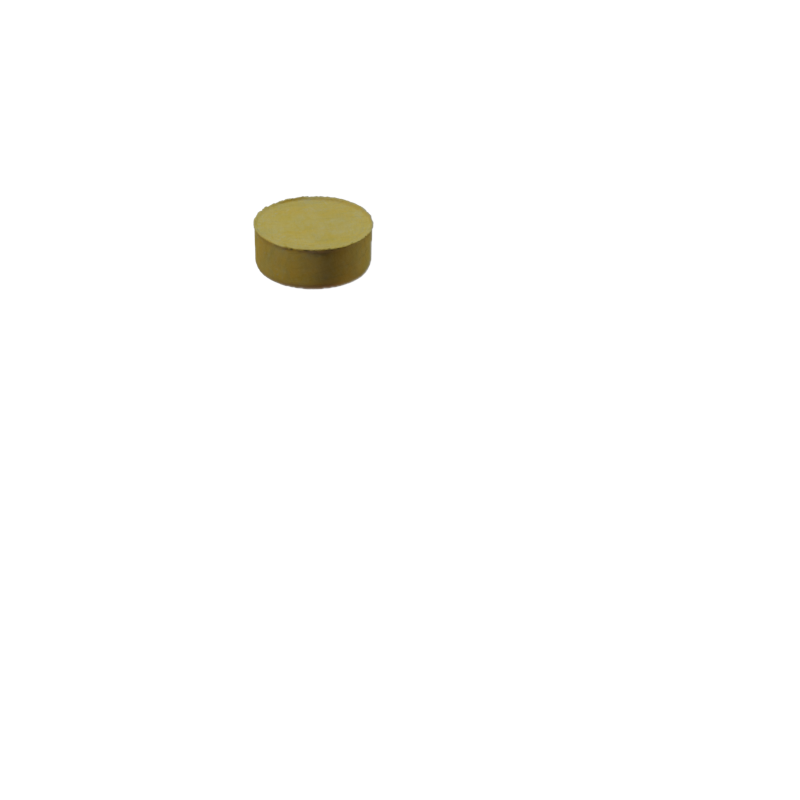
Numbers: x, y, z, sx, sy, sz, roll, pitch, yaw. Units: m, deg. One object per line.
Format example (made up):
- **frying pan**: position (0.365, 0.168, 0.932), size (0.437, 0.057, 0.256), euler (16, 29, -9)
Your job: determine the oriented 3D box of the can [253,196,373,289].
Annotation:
- **can**: position (-0.062, -0.114, 0.798), size (0.086, 0.032, 0.091), euler (-1, 33, -2)
